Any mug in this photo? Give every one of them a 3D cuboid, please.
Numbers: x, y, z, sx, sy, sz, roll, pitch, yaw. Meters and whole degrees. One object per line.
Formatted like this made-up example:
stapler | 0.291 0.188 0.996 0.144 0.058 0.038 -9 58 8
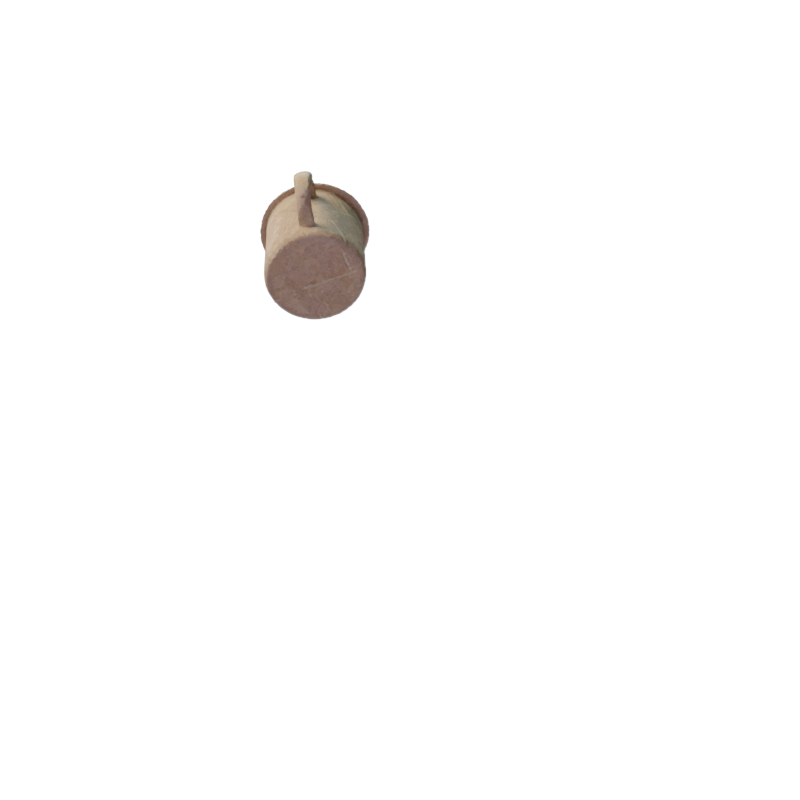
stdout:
mug | -0.071 -0.129 0.906 0.093 0.110 0.087 -5 32 1
